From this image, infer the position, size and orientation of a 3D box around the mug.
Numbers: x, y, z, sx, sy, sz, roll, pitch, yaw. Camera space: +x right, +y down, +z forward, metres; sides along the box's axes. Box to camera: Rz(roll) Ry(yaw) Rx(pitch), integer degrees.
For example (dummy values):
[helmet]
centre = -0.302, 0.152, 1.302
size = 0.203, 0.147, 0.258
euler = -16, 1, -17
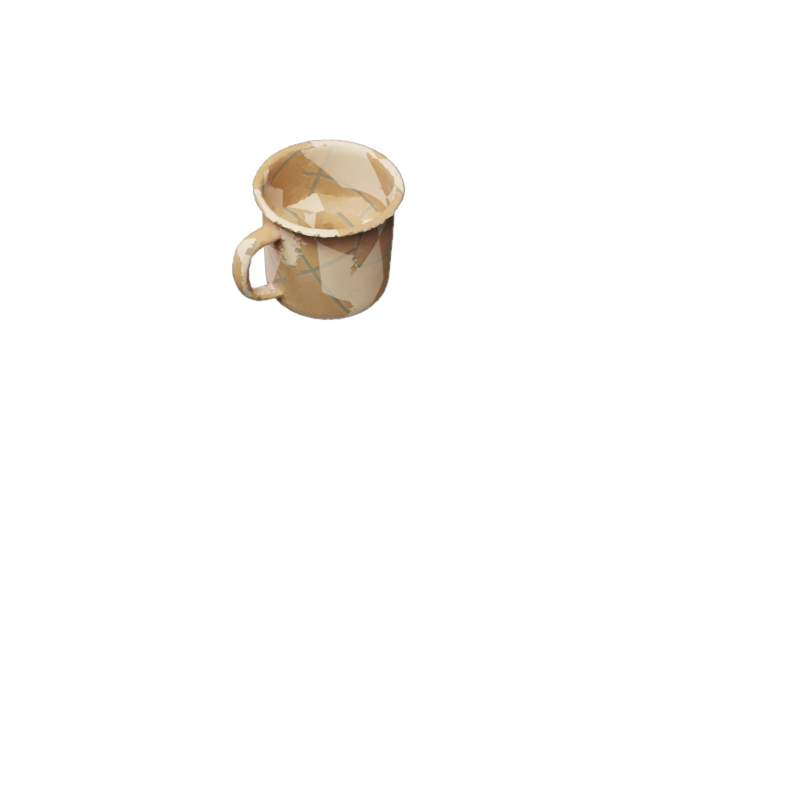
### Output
[mug]
centre = -0.055, -0.100, 0.697
size = 0.117, 0.076, 0.100
euler = -33, 55, -28
